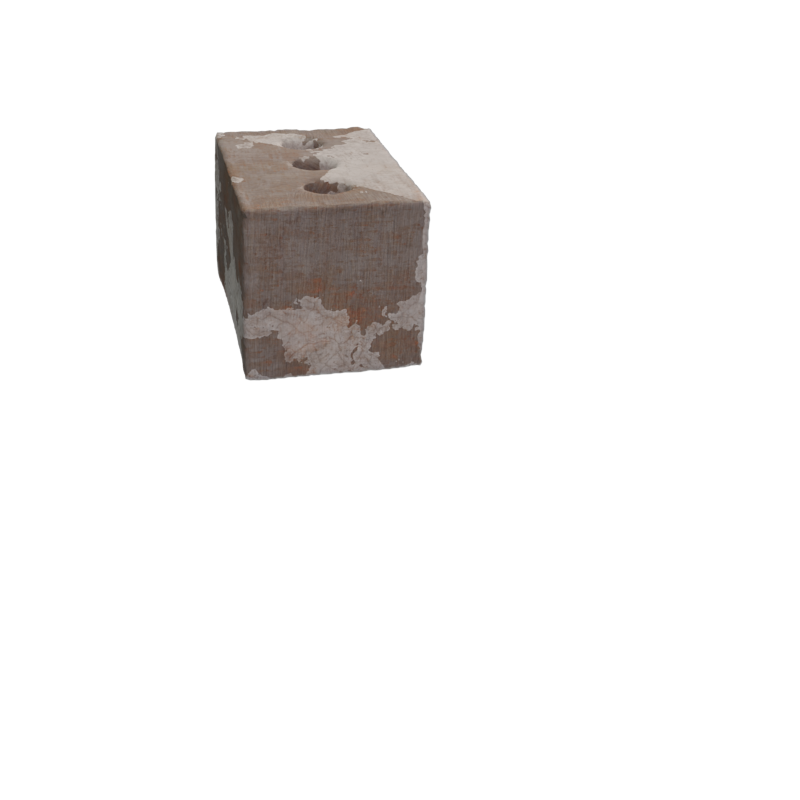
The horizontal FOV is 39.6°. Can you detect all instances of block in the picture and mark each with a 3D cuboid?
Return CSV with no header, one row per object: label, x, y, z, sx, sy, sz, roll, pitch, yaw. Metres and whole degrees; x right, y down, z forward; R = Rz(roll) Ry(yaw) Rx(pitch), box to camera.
block,-0.026,-0.048,0.334,0.052,0.049,0.083,-5,27,-12
